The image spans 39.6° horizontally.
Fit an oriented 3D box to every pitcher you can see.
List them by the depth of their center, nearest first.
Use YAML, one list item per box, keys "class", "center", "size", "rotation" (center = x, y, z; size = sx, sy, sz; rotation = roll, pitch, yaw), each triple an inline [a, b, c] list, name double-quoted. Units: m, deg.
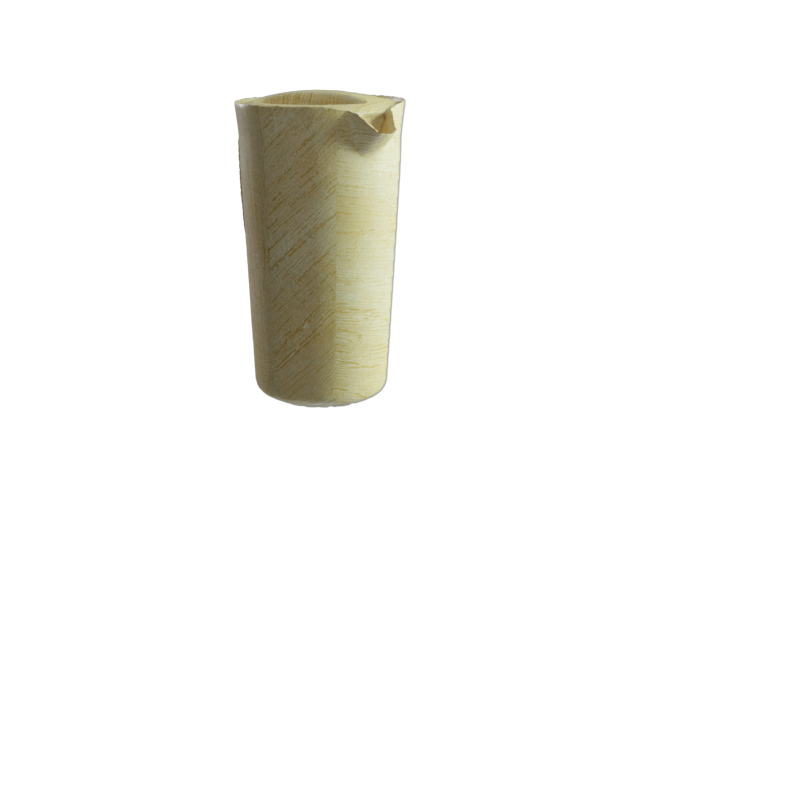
- class: "pitcher"
  center: [-0.070, -0.127, 0.892]
  size: [0.146, 0.236, 0.153]
  rotation: [2, 14, 5]
